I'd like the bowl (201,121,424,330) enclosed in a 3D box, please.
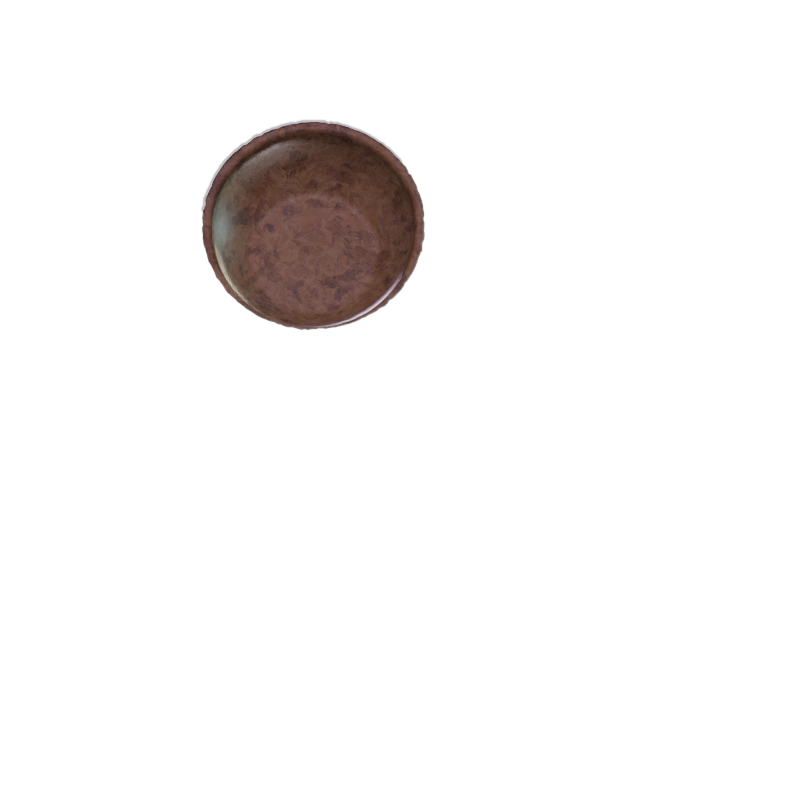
[{"bbox_3d":[-0.061,-0.111,0.780,0.162,0.154,0.058,1,23,-1],"label":"bowl"}]
